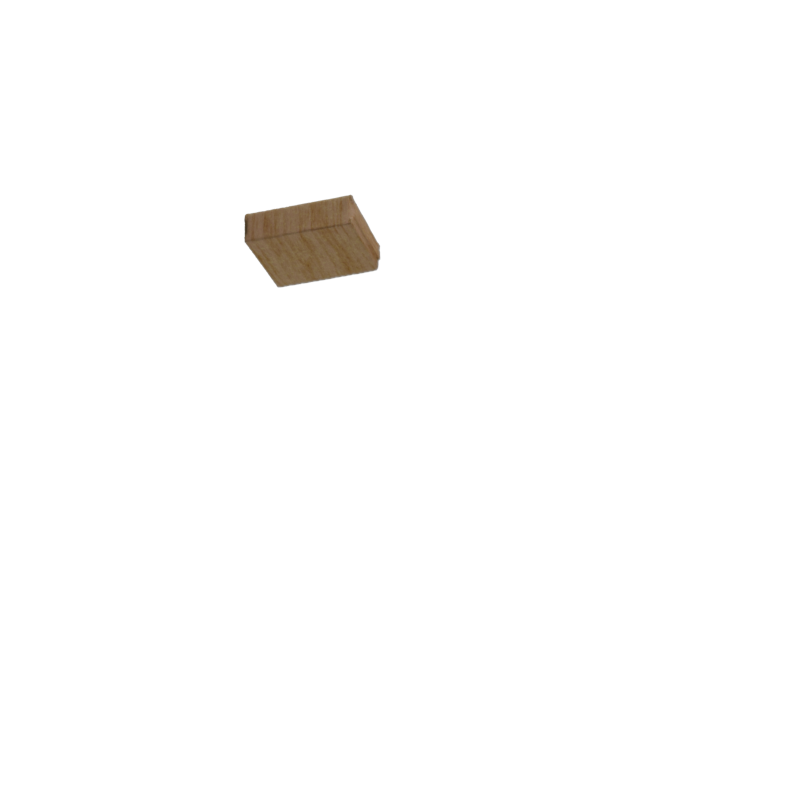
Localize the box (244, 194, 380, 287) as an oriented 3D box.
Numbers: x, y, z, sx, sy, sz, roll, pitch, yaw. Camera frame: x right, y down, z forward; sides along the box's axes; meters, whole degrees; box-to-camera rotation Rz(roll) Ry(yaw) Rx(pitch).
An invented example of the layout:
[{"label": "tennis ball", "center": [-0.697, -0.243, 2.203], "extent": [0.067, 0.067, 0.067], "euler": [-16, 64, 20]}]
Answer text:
[{"label": "box", "center": [-0.068, -0.124, 0.866], "extent": [0.090, 0.032, 0.068], "euler": [-8, -28, 16]}]
